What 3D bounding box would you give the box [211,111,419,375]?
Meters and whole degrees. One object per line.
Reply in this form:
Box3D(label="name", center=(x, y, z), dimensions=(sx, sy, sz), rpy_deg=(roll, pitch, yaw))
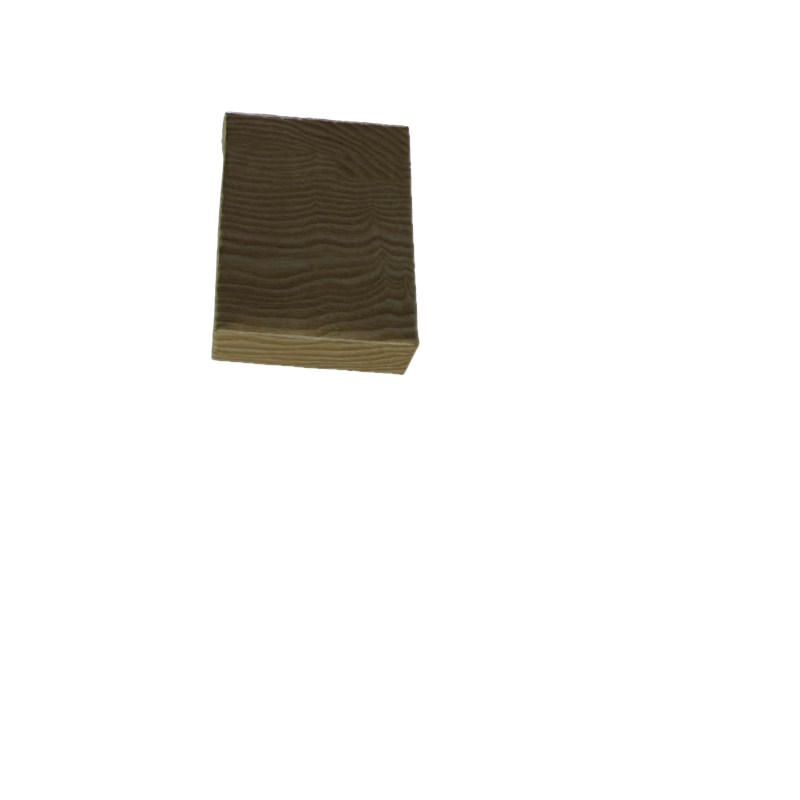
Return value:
Box3D(label="box", center=(-0.073, -0.134, 0.936), dimensions=(0.162, 0.227, 0.068), rpy_deg=(3, -29, -8))
